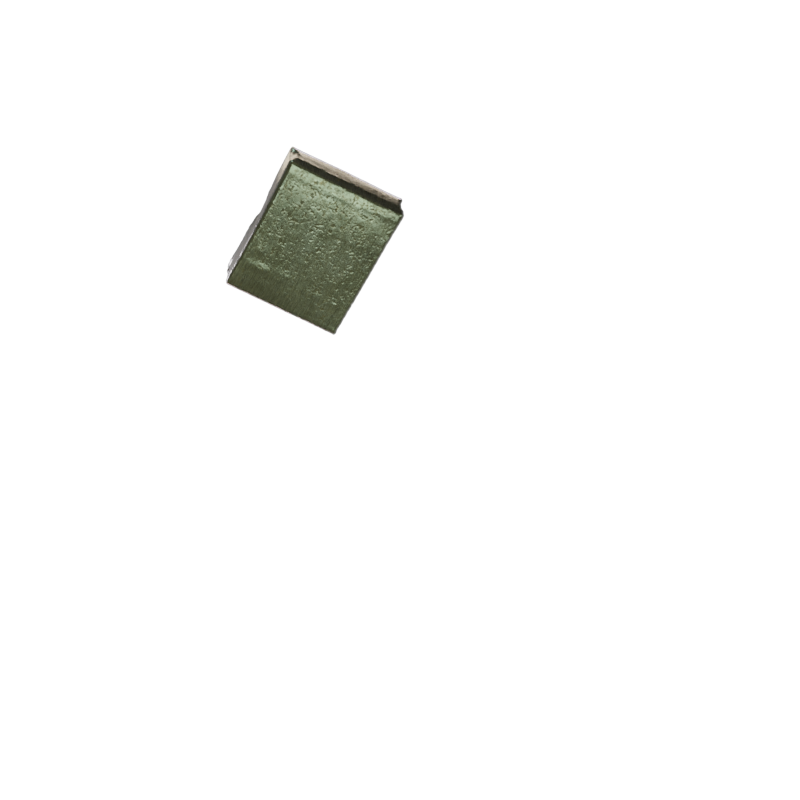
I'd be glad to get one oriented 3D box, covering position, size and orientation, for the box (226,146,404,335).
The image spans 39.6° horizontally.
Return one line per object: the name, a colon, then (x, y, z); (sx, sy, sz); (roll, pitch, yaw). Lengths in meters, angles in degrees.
box: (-0.051, -0.092, 0.648); (0.071, 0.087, 0.032); (26, 23, -13)
